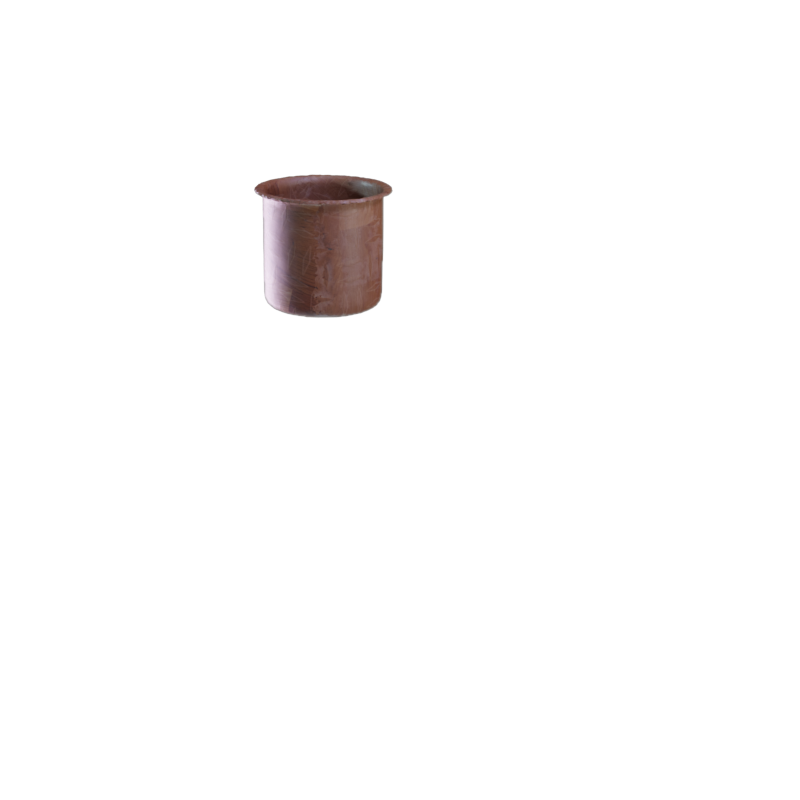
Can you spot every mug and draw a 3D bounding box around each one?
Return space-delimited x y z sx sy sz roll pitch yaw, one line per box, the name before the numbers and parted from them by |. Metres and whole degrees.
mug | -0.060 -0.109 0.766 0.091 0.078 0.124 -13 23 -34
